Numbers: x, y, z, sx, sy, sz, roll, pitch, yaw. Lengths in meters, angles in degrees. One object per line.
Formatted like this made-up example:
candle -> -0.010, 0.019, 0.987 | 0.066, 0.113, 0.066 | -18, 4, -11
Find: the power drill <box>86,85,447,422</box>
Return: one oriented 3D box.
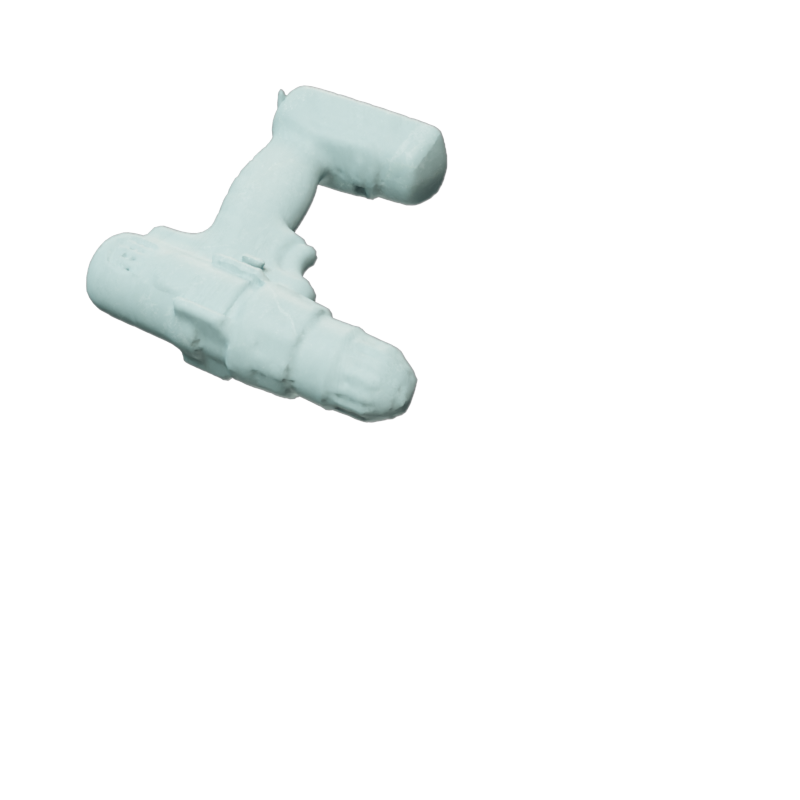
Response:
power drill -> -0.047, -0.085, 0.596 | 0.192, 0.053, 0.194 | 22, 52, 18
